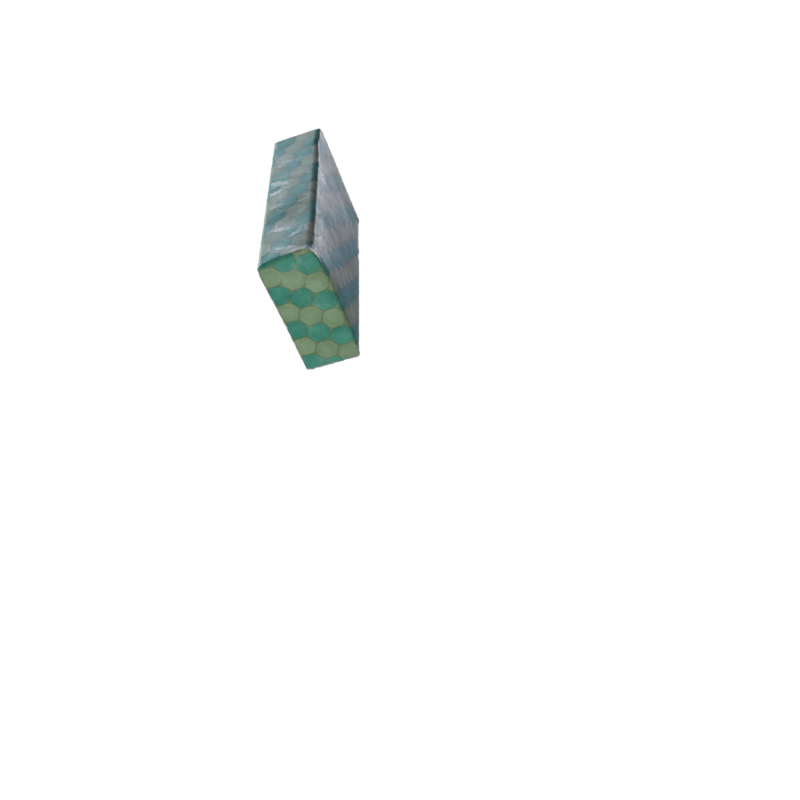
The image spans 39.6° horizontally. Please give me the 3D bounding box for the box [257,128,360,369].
[{"bbox_3d":[-0.063,-0.114,0.803,0.048,0.087,0.188,-18,35,9],"label":"box"}]
